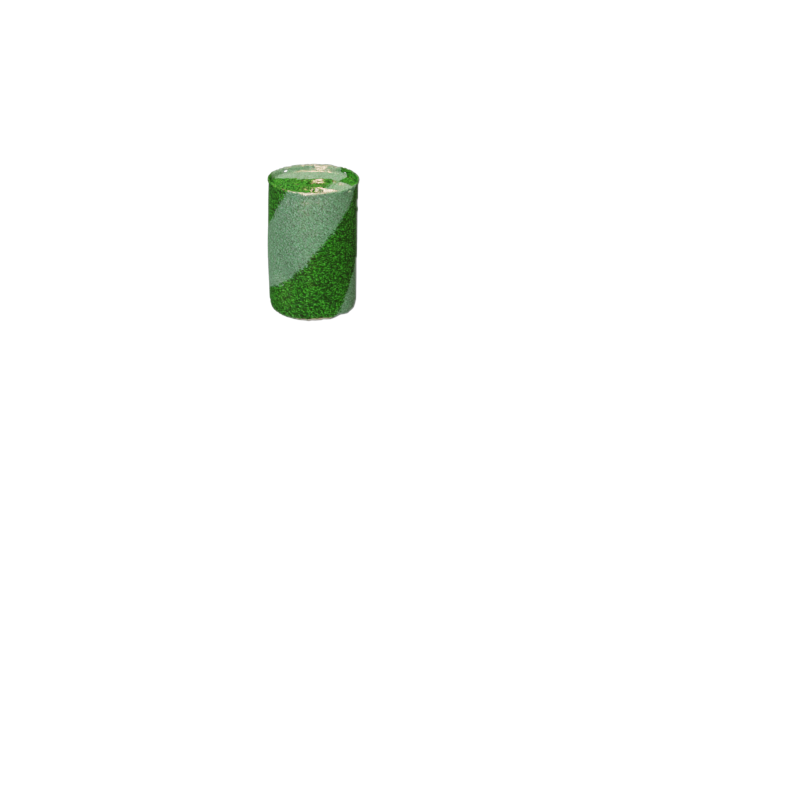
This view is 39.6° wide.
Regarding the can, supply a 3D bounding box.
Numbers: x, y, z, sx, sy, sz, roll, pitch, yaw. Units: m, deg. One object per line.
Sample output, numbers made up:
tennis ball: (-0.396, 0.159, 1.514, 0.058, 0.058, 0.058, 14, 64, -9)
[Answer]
can: (-0.065, -0.119, 0.833, 0.068, 0.097, 0.072, 0, 25, -2)
